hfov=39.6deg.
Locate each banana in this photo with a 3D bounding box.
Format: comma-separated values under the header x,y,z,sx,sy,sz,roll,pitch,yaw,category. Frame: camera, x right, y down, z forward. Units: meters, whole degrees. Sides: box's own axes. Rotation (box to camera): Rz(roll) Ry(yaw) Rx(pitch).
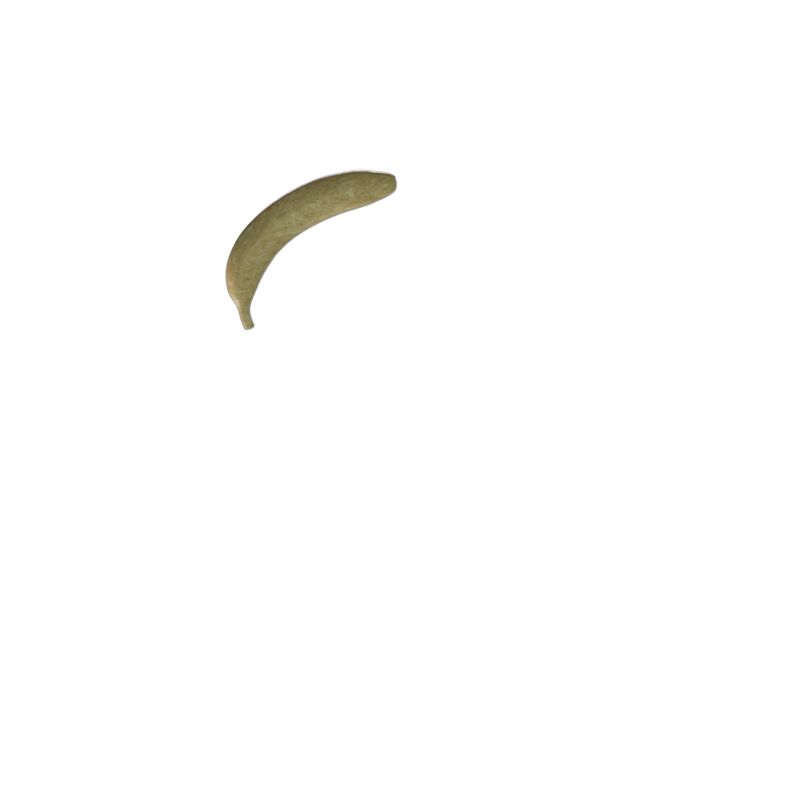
x,y,z,sx,sy,sz,roll,pitch,yaw,category
-0.093,-0.149,0.982,0.066,0.195,0.039,42,20,-20,banana
